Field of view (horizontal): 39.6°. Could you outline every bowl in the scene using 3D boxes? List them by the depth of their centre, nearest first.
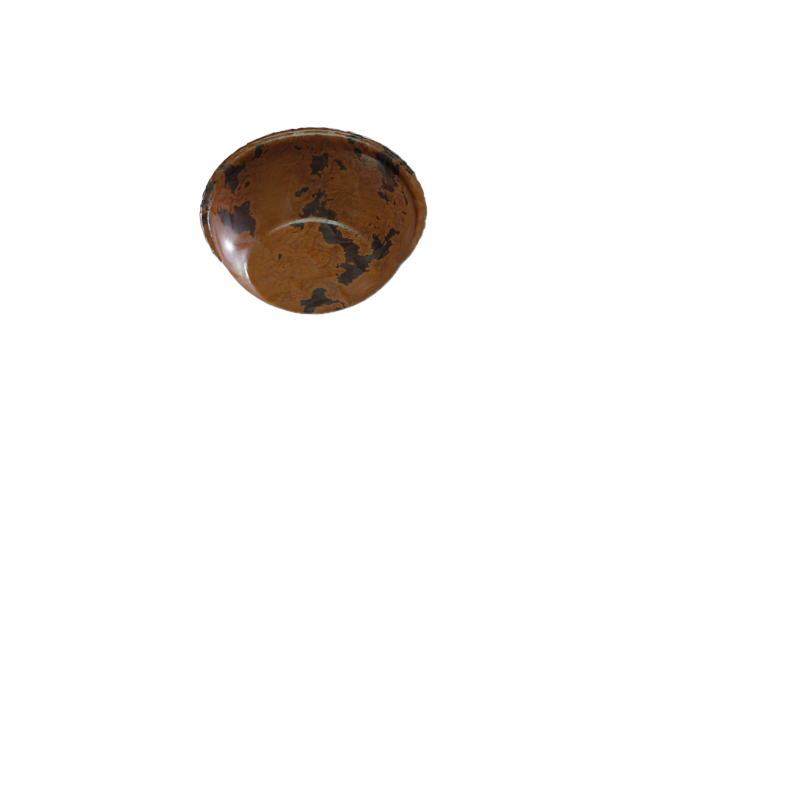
[{"bbox_3d":[-0.060,-0.110,0.772,0.162,0.059,0.151,1,-43,-1],"label":"bowl"}]
